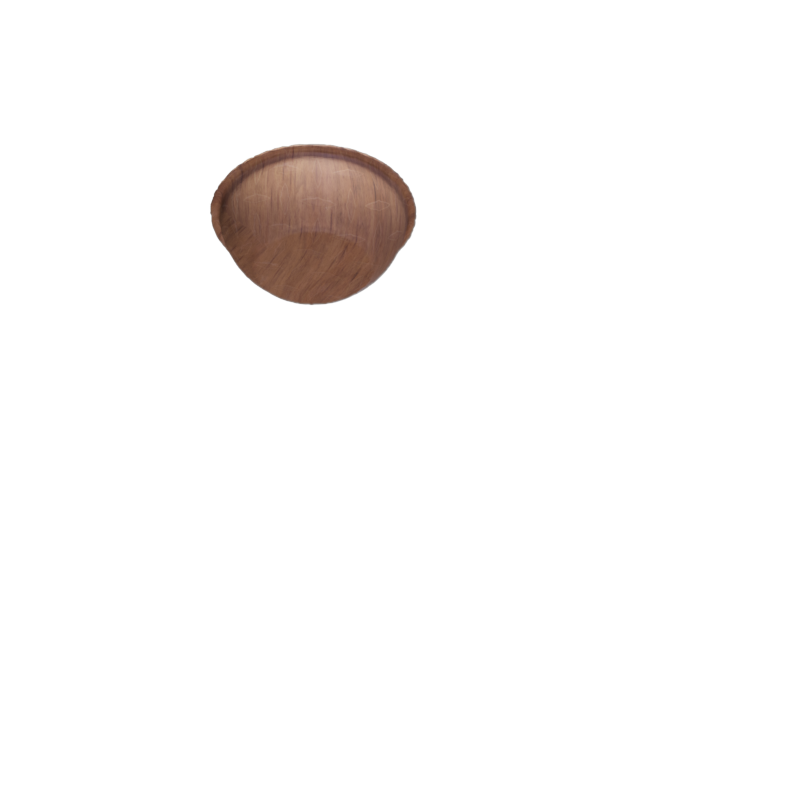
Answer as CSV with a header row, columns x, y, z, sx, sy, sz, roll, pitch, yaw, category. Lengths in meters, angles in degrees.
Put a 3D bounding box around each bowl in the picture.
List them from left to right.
x,y,z,sx,sy,sz,roll,pitch,yaw,category
-0.067,-0.122,0.852,0.162,0.059,0.151,1,-36,-2,bowl
